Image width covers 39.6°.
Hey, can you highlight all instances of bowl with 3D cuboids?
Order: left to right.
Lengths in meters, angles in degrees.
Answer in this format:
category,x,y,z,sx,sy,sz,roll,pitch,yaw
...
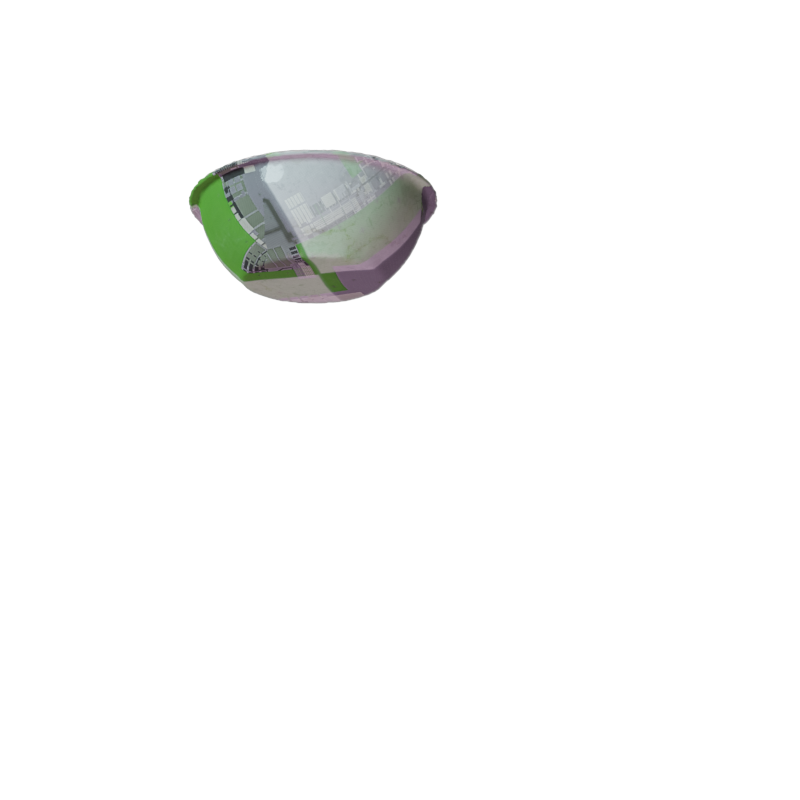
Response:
category,x,y,z,sx,sy,sz,roll,pitch,yaw
bowl,-0.056,-0.102,0.713,0.162,0.057,0.156,0,-15,-2
